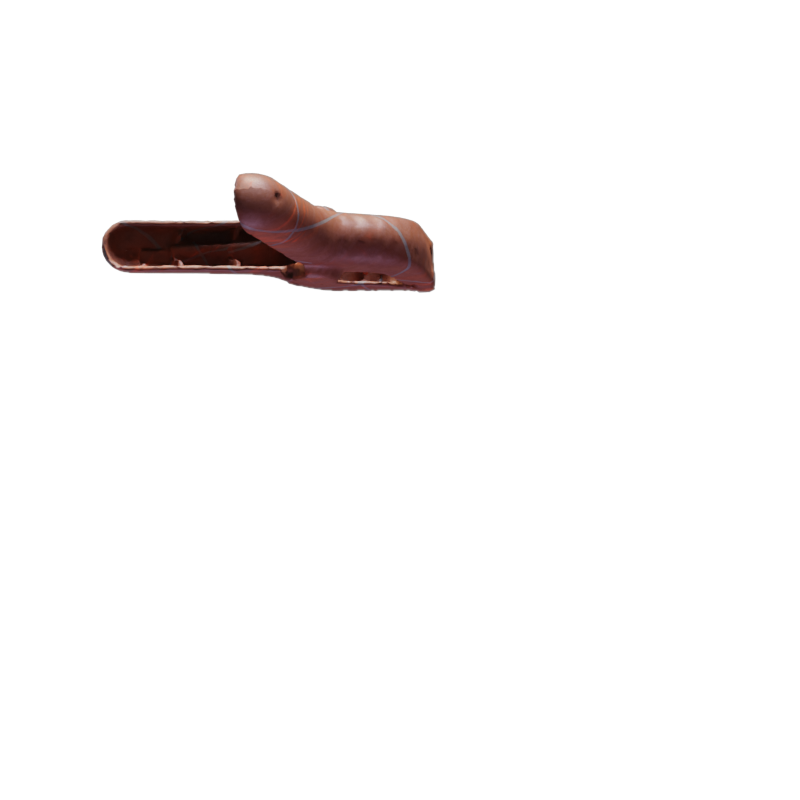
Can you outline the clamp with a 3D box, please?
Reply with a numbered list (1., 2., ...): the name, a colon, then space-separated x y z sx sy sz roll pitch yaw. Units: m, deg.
1. clamp: -0.041 -0.075 0.524 0.165 0.039 0.124 -1 1 -33
